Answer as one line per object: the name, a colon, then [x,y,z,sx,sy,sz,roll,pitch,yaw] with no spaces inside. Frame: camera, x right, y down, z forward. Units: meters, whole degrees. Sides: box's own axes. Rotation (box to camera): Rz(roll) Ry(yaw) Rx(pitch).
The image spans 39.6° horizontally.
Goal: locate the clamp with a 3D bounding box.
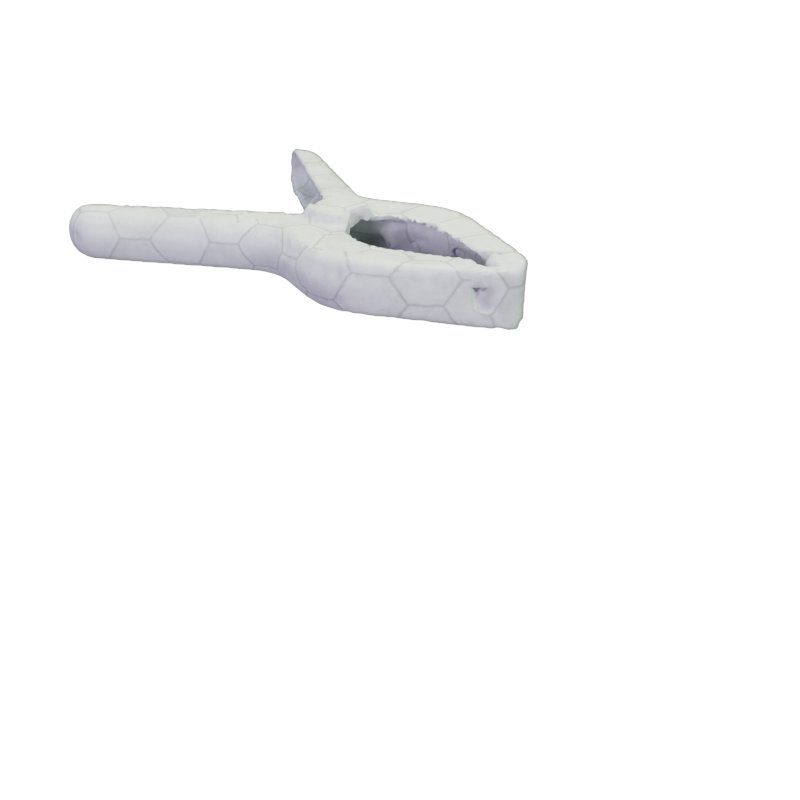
clamp: [-0.040,-0.073,0.513,0.162,0.034,0.224,-22,35,-37]
